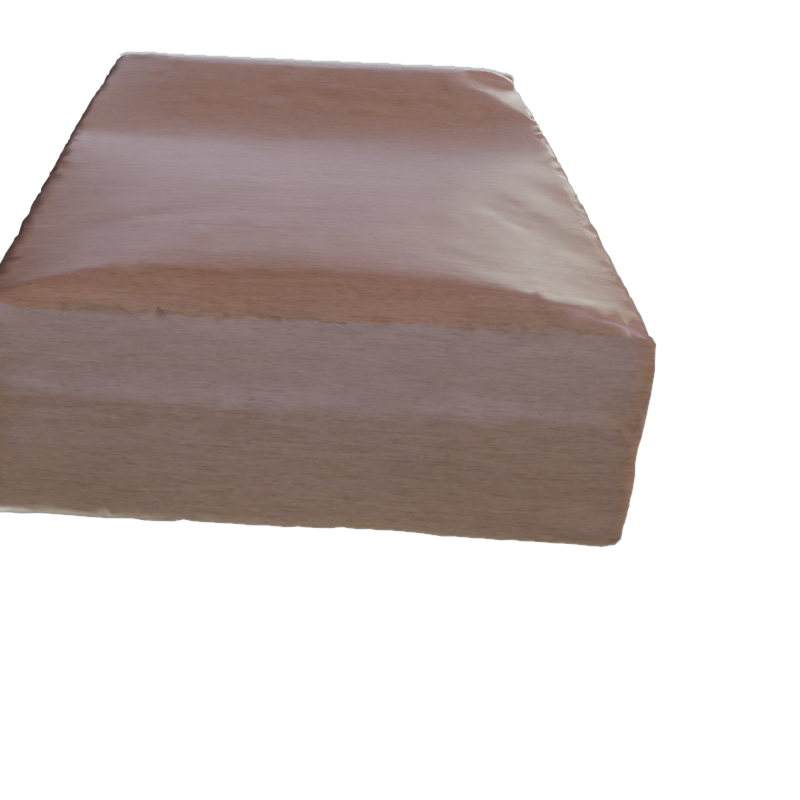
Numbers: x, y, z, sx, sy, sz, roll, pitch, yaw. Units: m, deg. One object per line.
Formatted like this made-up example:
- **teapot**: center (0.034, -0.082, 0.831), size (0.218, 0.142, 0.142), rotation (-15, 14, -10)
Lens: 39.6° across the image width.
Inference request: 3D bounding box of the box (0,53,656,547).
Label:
- **box**: center (-0.028, -0.052, 0.363), size (0.163, 0.068, 0.227), rotation (2, 32, -4)
